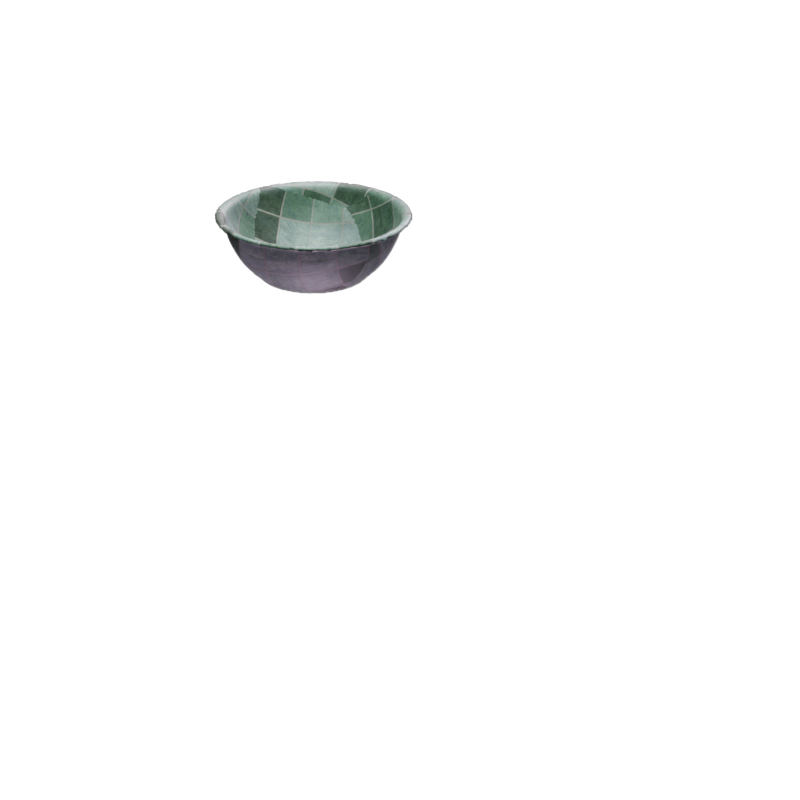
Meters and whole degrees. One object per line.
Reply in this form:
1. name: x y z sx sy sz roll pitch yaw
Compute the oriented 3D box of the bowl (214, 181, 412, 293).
1. bowl: -0.072 -0.131 0.917 0.162 0.052 0.171 -1 28 -2
